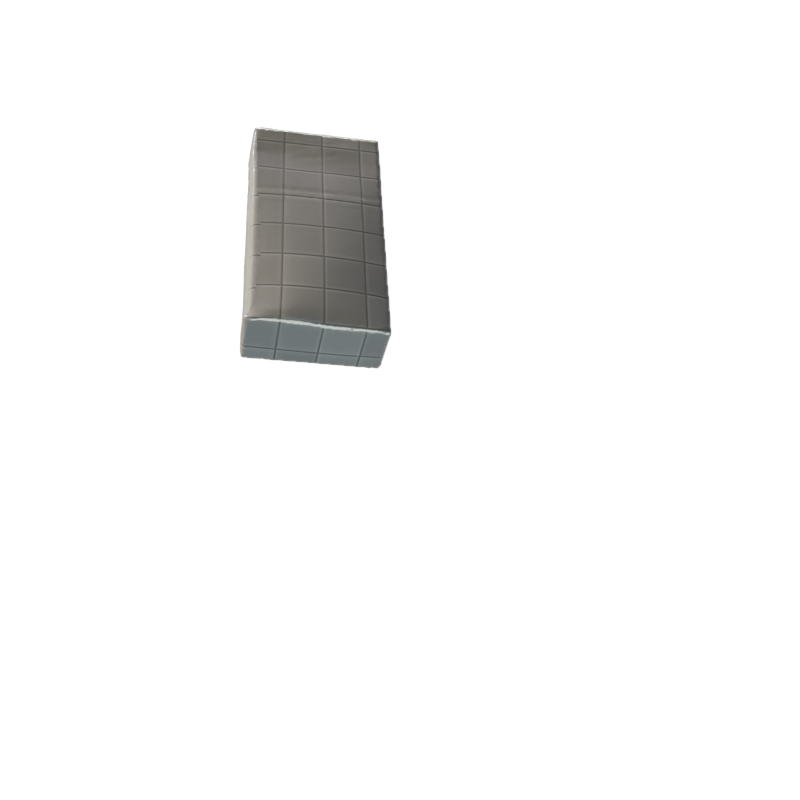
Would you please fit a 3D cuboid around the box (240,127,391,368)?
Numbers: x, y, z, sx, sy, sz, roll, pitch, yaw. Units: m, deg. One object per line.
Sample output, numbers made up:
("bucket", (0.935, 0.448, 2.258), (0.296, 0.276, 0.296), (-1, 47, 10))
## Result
("box", (-0.059, -0.107, 0.749), (0.092, 0.189, 0.045), (4, -42, -9))
